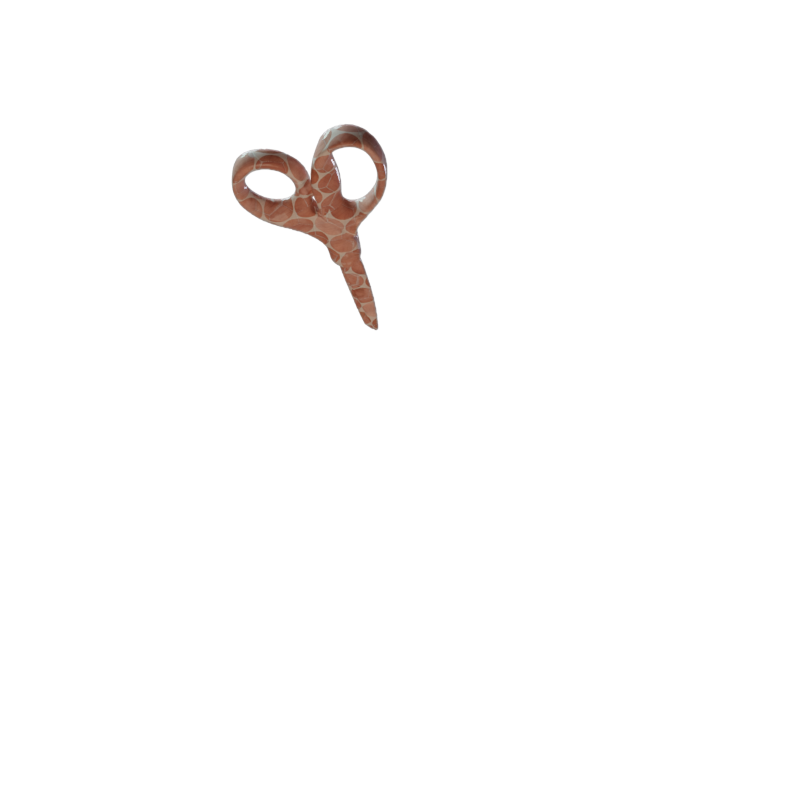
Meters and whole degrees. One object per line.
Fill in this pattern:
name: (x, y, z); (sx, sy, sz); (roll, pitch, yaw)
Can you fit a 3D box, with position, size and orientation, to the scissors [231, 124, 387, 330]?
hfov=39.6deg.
scissors: (-0.052, -0.096, 0.670); (0.096, 0.017, 0.190); (3, -30, -5)
